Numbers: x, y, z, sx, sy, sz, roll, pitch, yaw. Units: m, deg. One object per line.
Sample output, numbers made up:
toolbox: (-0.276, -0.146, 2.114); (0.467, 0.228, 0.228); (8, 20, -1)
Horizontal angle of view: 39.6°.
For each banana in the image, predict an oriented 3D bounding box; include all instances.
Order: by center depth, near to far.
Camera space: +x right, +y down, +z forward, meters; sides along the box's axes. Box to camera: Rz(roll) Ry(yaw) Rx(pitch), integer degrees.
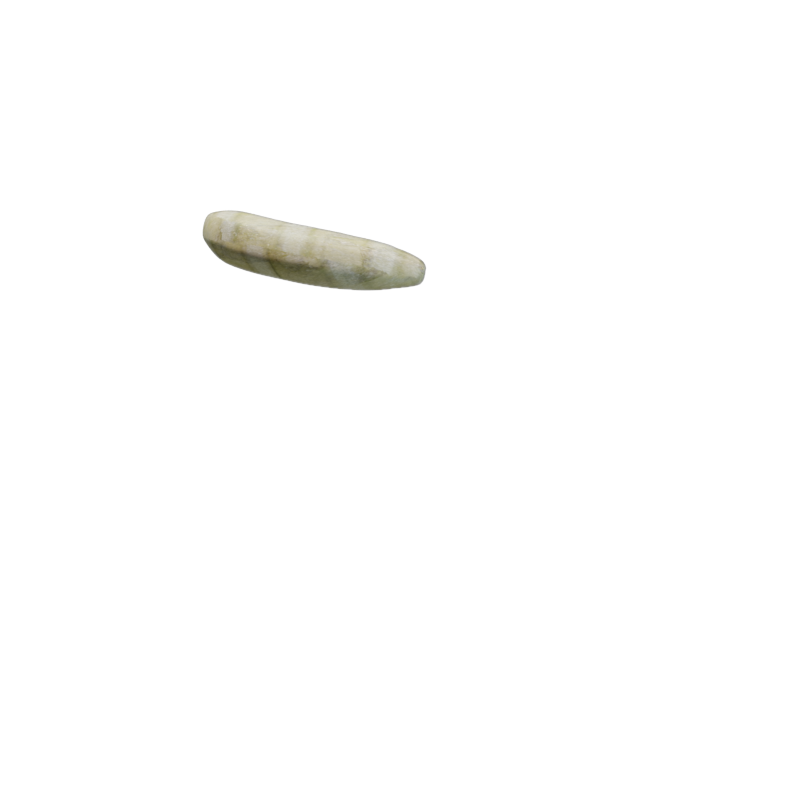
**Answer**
banana: (-0.074, -0.104, 0.741); (0.068, 0.035, 0.210); (-17, 26, -40)
